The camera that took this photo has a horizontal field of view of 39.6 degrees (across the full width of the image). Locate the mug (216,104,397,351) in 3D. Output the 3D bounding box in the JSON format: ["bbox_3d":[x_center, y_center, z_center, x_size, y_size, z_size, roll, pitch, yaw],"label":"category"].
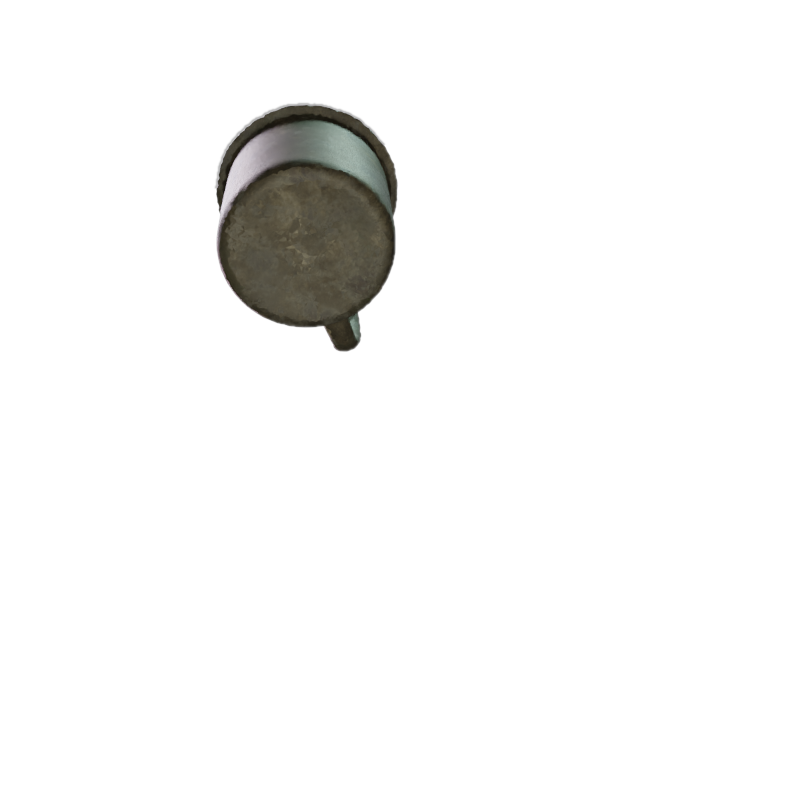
[{"bbox_3d":[-0.042,-0.077,0.536,0.093,0.111,0.086,-14,24,4],"label":"mug"}]
